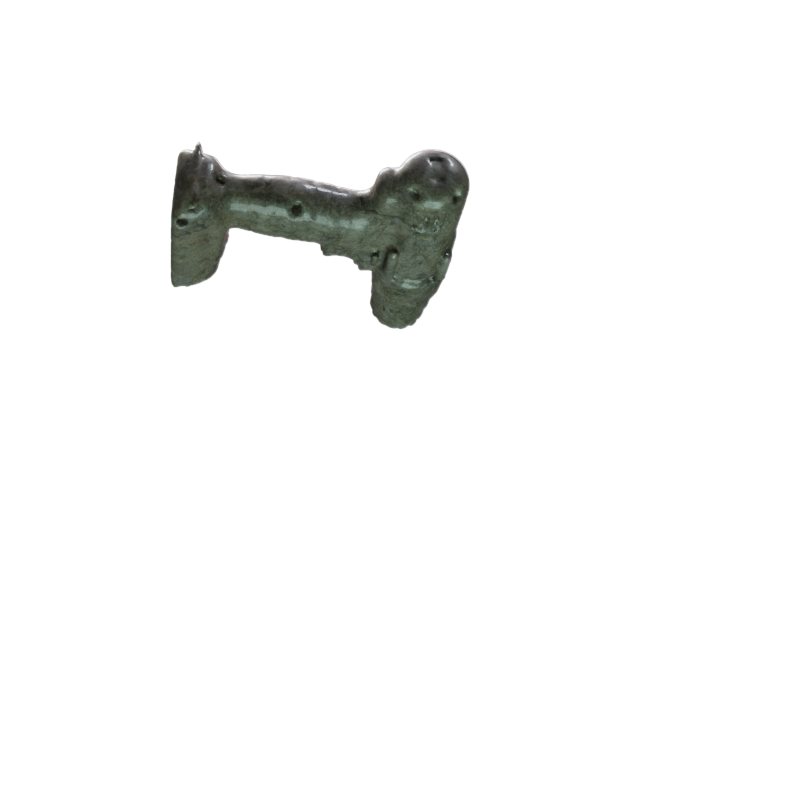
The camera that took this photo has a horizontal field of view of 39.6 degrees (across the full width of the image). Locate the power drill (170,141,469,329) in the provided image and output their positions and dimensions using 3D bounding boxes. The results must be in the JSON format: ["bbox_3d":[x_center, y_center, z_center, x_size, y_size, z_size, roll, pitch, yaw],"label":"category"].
[{"bbox_3d":[-0.058,-0.106,0.740,0.186,0.061,0.174,3,-29,-6],"label":"power drill"}]
